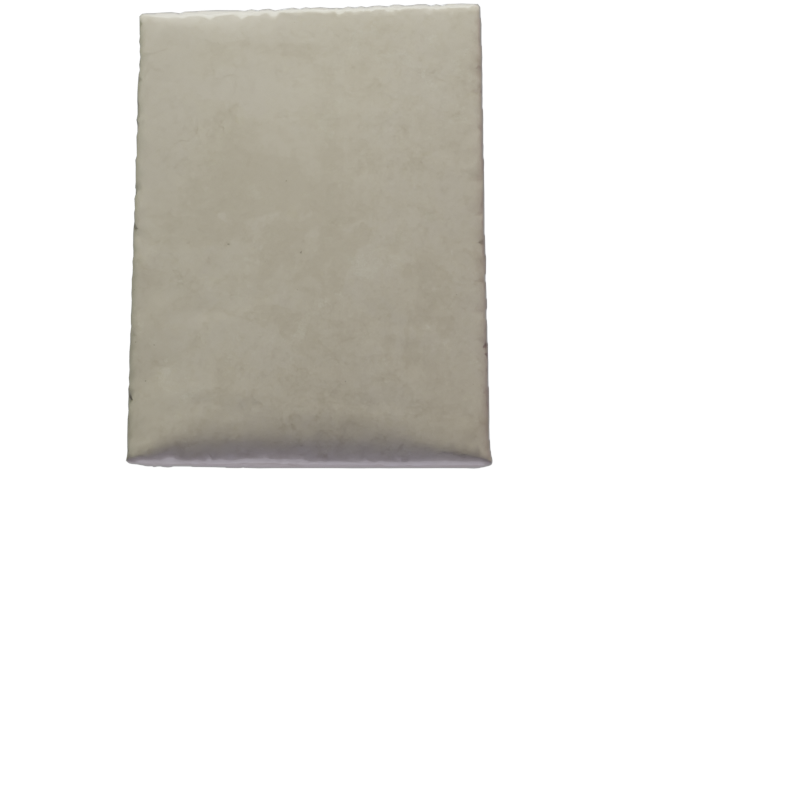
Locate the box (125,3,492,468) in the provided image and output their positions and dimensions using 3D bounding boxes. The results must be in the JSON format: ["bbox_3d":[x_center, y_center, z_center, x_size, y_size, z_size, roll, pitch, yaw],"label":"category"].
[{"bbox_3d":[-0.042,-0.076,0.534,0.165,0.219,0.070,-1,-10,3],"label":"box"}]
